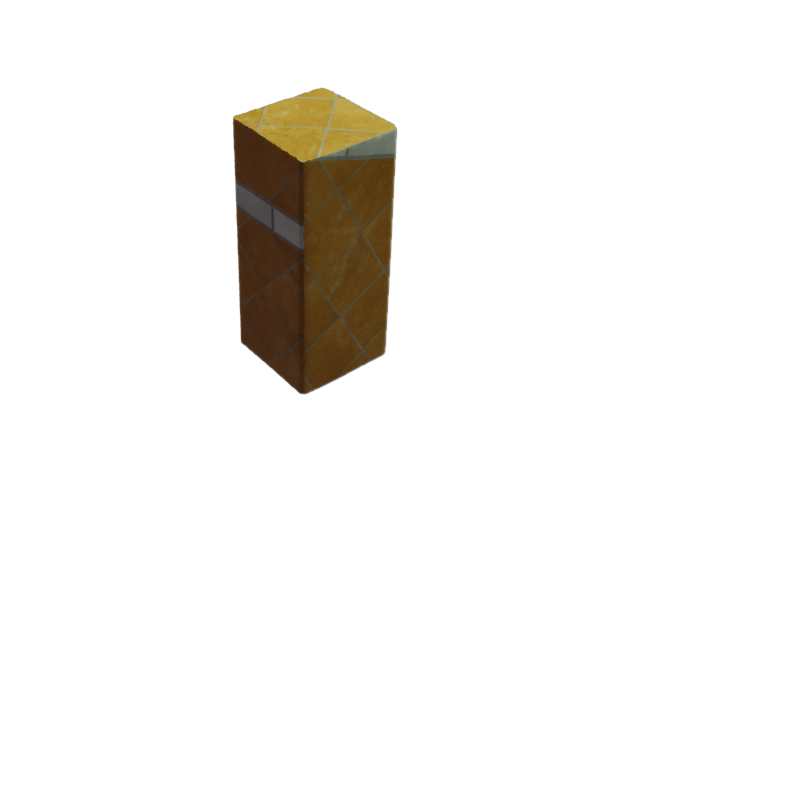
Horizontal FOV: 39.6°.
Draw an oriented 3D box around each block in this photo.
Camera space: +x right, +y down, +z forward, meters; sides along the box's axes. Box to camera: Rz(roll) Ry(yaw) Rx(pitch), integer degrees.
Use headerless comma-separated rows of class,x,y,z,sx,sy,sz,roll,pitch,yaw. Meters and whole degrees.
block,-0.066,-0.123,0.857,0.089,0.193,0.097,-24,43,-33
